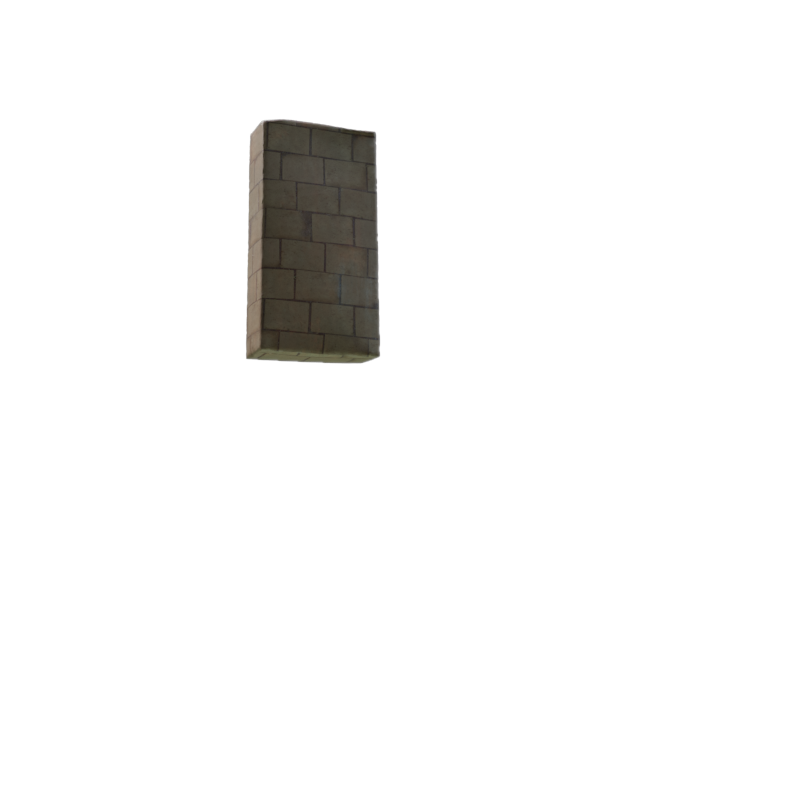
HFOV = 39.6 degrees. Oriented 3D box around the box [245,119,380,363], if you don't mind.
[{"bbox_3d":[-0.064,-0.117,0.821,0.091,0.182,0.048,4,-14,-20],"label":"box"}]
